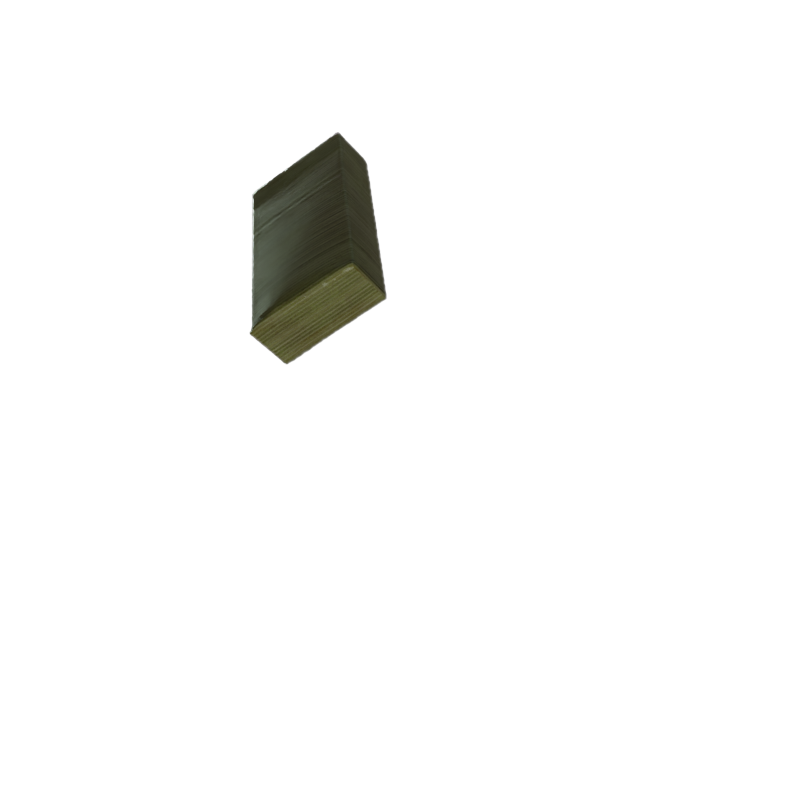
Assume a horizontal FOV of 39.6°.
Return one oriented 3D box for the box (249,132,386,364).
[{"bbox_3d":[-0.063,-0.116,0.815,0.093,0.189,0.045,-32,-56,20],"label":"box"}]
